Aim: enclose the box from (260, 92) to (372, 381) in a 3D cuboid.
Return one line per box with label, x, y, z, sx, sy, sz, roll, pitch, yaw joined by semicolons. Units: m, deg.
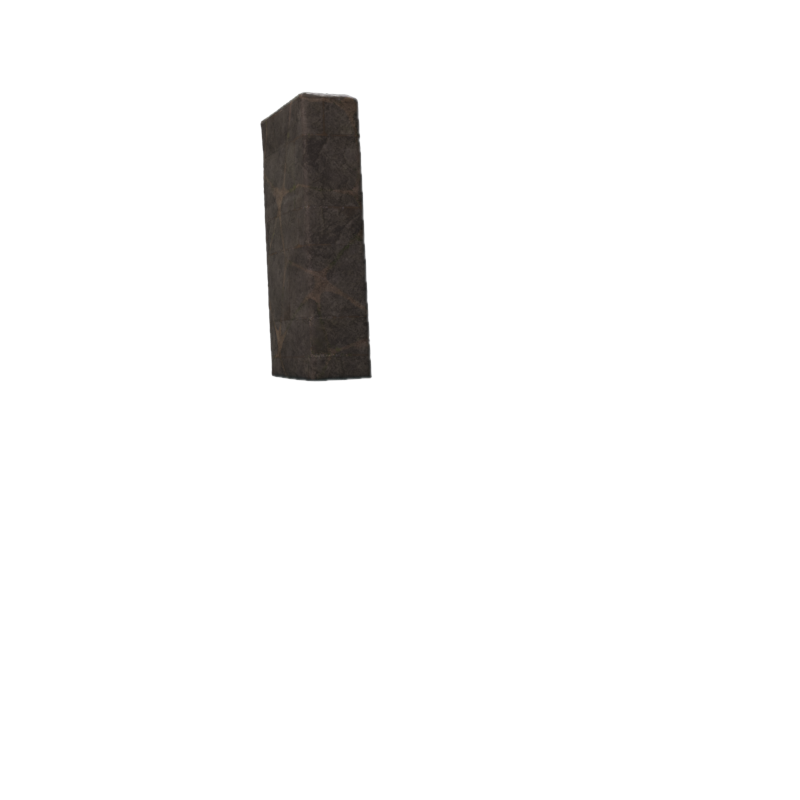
box;-0.055;-0.102;0.713;0.047;0.178;0.095;2;-4;-22
